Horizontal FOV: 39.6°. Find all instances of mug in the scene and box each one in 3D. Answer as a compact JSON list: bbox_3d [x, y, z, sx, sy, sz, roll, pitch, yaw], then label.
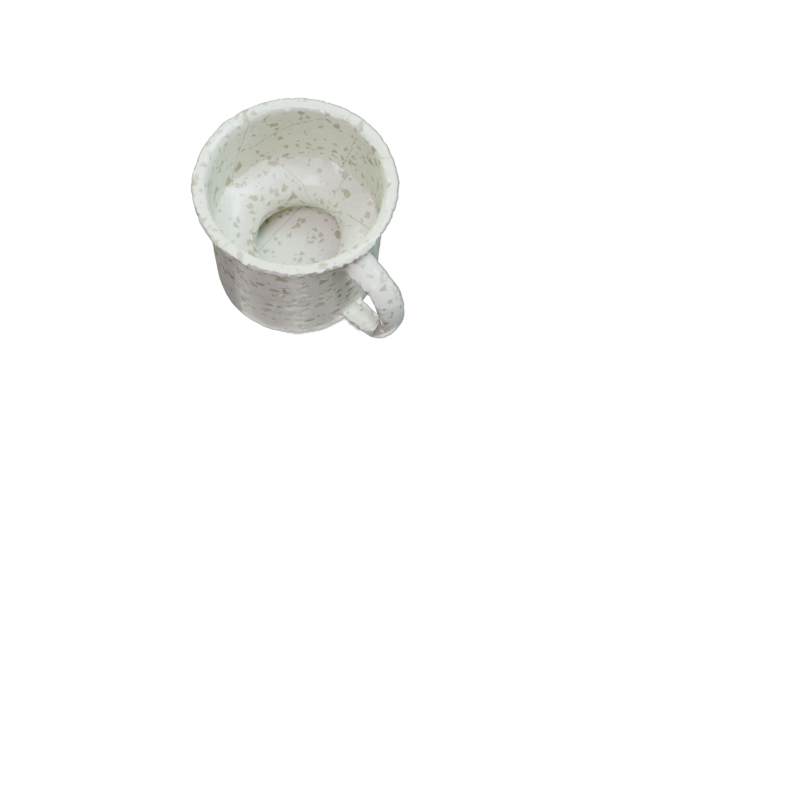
[{"bbox_3d":[-0.041,-0.075,0.527,0.094,0.123,0.077,-41,-18,-18],"label":"mug"}]
